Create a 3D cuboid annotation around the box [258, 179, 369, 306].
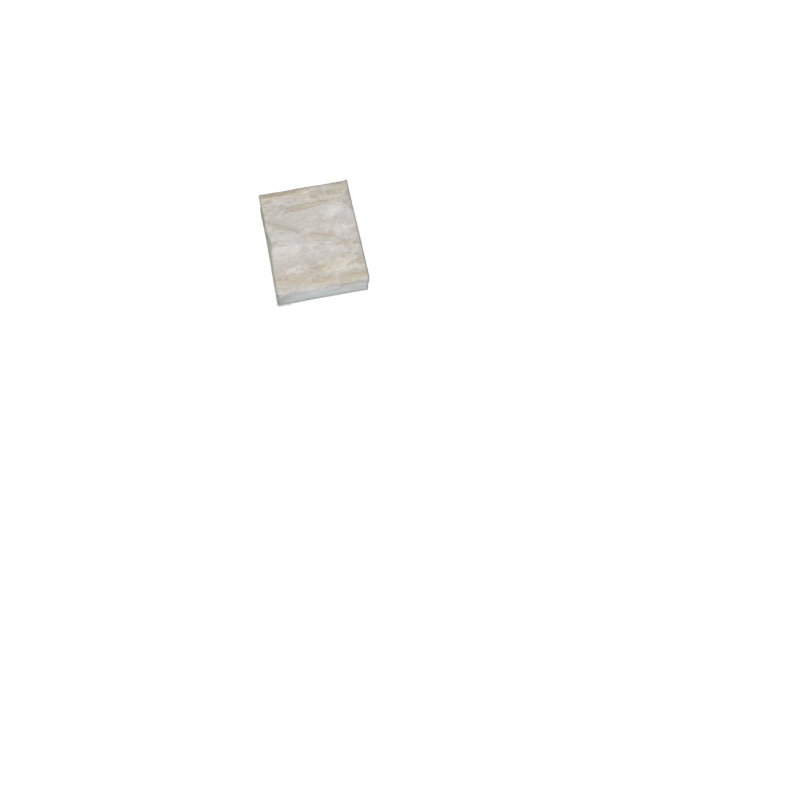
[{"bbox_3d":[-0.069,-0.125,0.876,0.073,0.094,0.029,-10,-20,-4],"label":"box"}]
